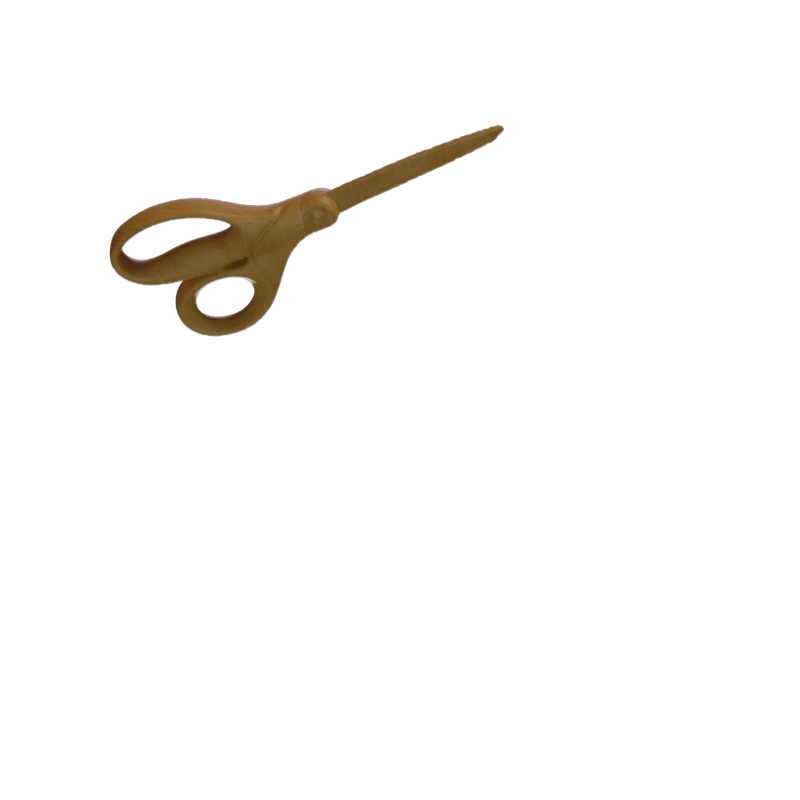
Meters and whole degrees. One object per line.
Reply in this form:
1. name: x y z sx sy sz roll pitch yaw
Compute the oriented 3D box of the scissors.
1. scissors: -0.043 -0.078 0.549 0.203 0.017 0.089 -9 -45 9
